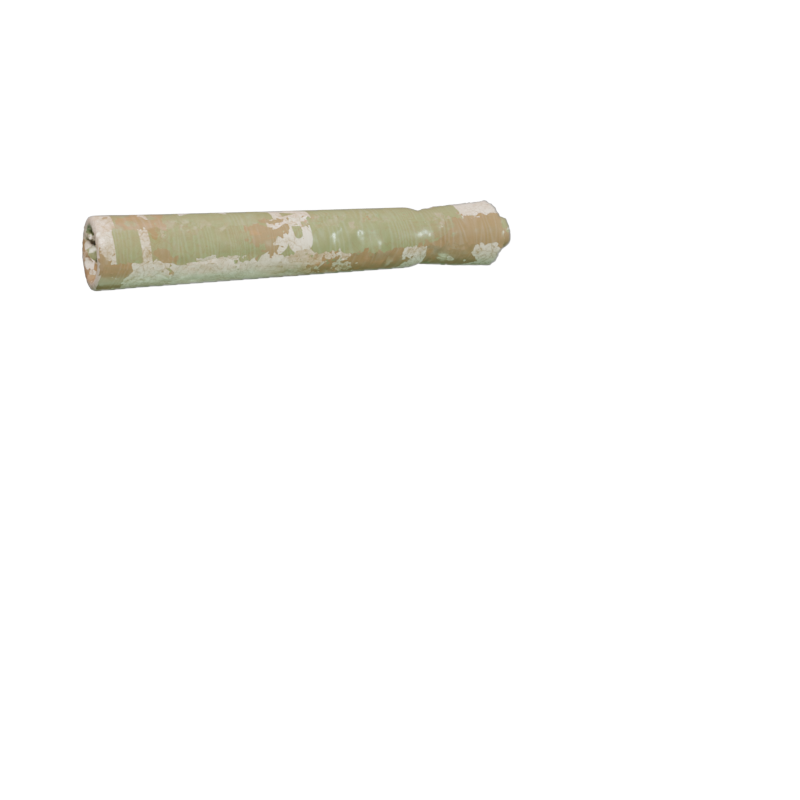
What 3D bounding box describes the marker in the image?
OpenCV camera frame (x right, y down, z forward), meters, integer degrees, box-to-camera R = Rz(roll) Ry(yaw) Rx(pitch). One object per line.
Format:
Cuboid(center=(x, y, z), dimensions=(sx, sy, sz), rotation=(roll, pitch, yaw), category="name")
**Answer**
Cuboid(center=(-0.023, -0.042, 0.297), dimensions=(0.118, 0.020, 0.020), rotation=(-7, 7, -24), category="marker")
